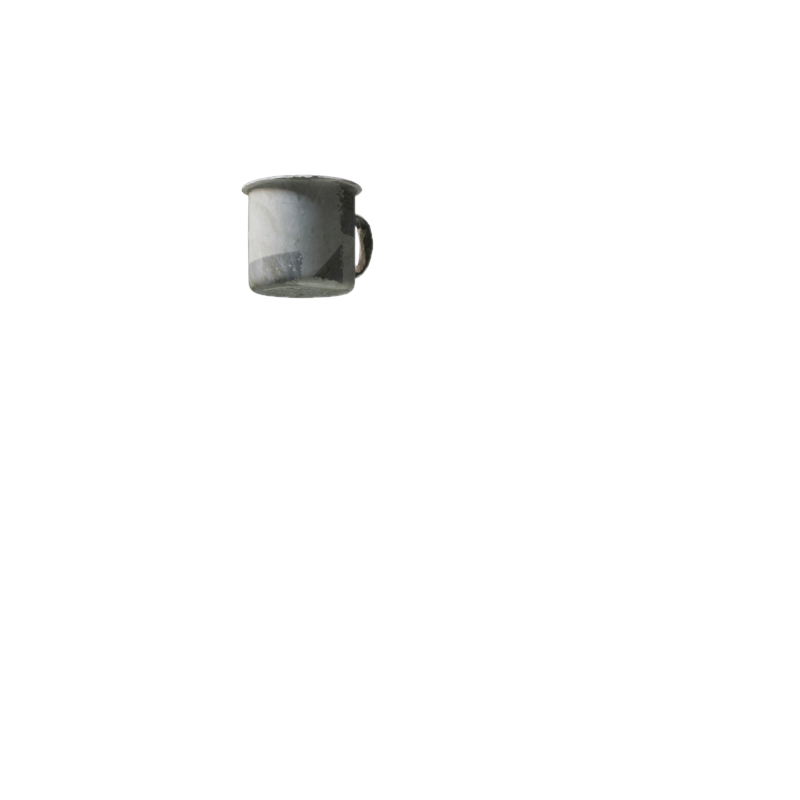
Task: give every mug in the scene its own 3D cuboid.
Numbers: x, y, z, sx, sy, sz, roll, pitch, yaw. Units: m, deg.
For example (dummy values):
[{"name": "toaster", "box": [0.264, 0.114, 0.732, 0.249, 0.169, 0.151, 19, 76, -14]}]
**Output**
[{"name": "mug", "box": [-0.067, -0.122, 0.858, 0.112, 0.083, 0.096, 5, -7, -45]}]
